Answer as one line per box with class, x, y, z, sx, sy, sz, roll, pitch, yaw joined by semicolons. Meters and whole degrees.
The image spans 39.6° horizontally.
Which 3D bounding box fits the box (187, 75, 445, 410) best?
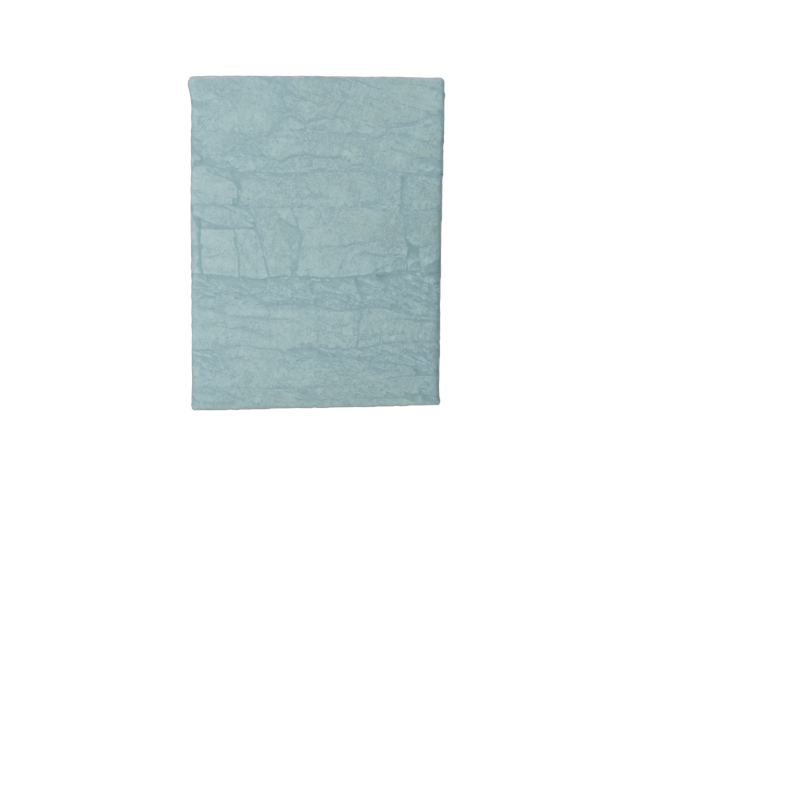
box;-0.058;-0.105;0.735;0.162;0.211;0.073;-1;5;-8
